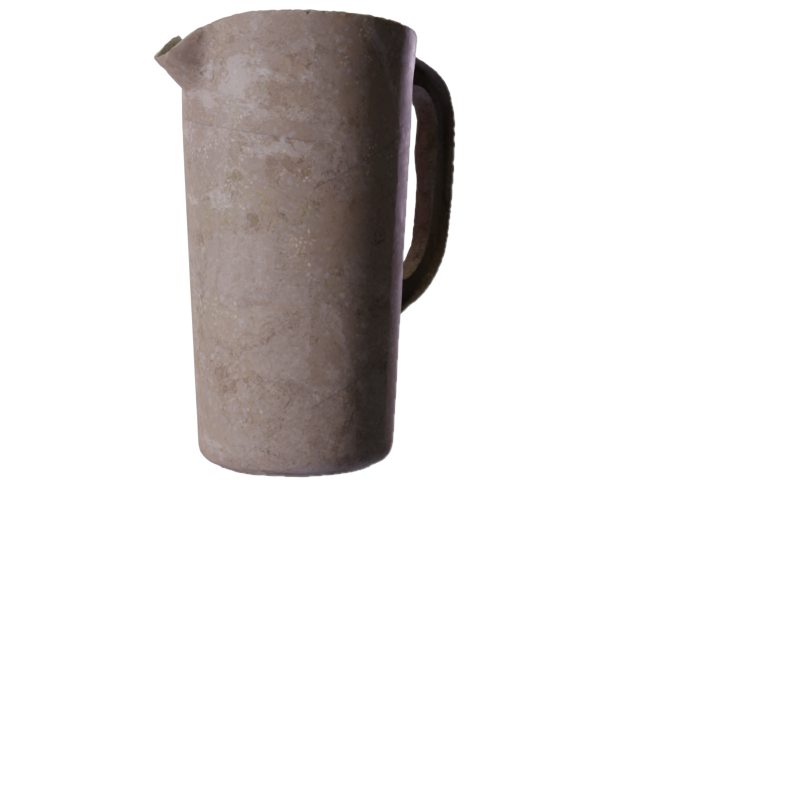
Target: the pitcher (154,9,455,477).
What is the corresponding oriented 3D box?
[{"bbox_3d":[-0.049,-0.088,0.620,0.151,0.243,0.143,0,2,9],"label":"pitcher"}]
